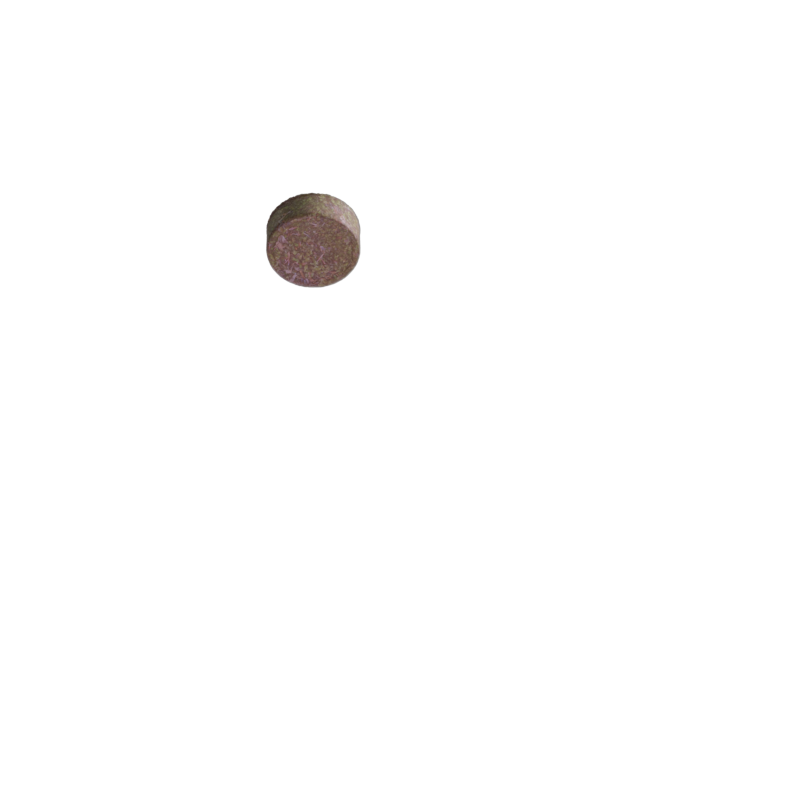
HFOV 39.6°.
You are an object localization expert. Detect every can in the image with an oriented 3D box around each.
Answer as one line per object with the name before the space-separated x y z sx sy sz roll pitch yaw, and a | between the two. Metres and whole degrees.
can | -0.078 -0.142 0.997 0.086 0.080 0.036 1 42 -1
